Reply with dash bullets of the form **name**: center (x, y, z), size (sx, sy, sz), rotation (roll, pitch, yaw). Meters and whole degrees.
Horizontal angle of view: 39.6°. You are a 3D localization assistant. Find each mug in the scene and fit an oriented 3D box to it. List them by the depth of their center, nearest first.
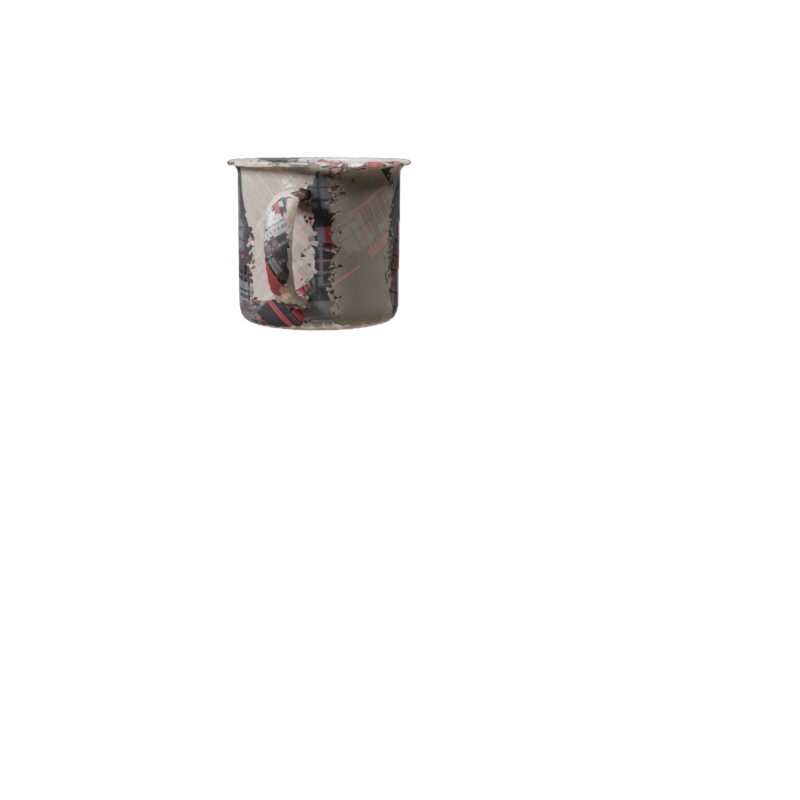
- **mug**: center (-0.043, -0.079, 0.553), size (0.095, 0.080, 0.118), rotation (2, 12, 10)
